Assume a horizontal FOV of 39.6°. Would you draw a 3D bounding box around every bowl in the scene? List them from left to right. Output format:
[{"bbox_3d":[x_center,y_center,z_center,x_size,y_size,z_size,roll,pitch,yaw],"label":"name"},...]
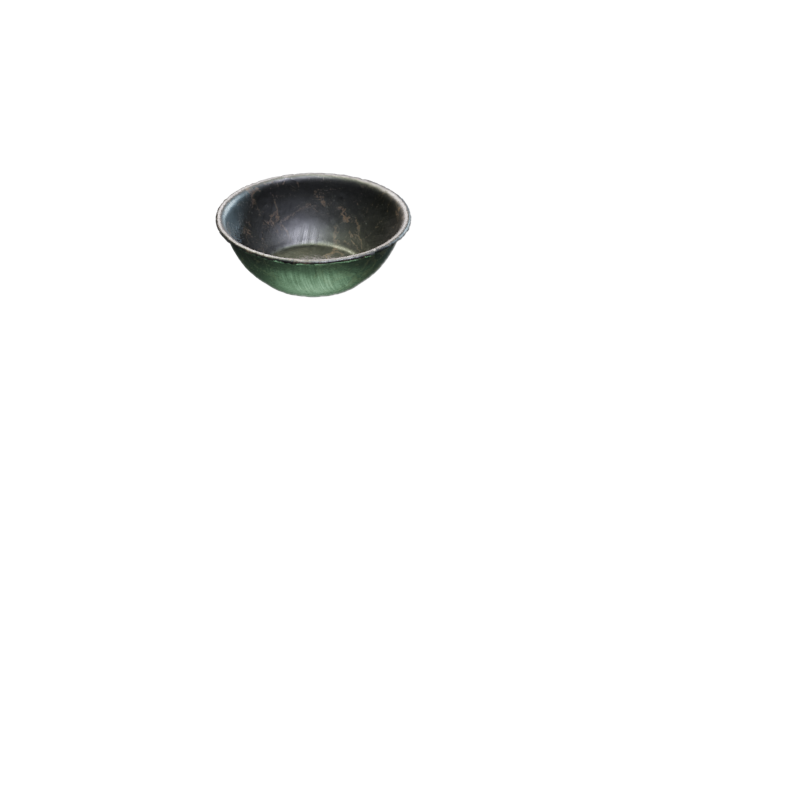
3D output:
[{"bbox_3d":[-0.072,-0.132,0.924,0.162,0.052,0.173,-1,34,-2],"label":"bowl"}]
